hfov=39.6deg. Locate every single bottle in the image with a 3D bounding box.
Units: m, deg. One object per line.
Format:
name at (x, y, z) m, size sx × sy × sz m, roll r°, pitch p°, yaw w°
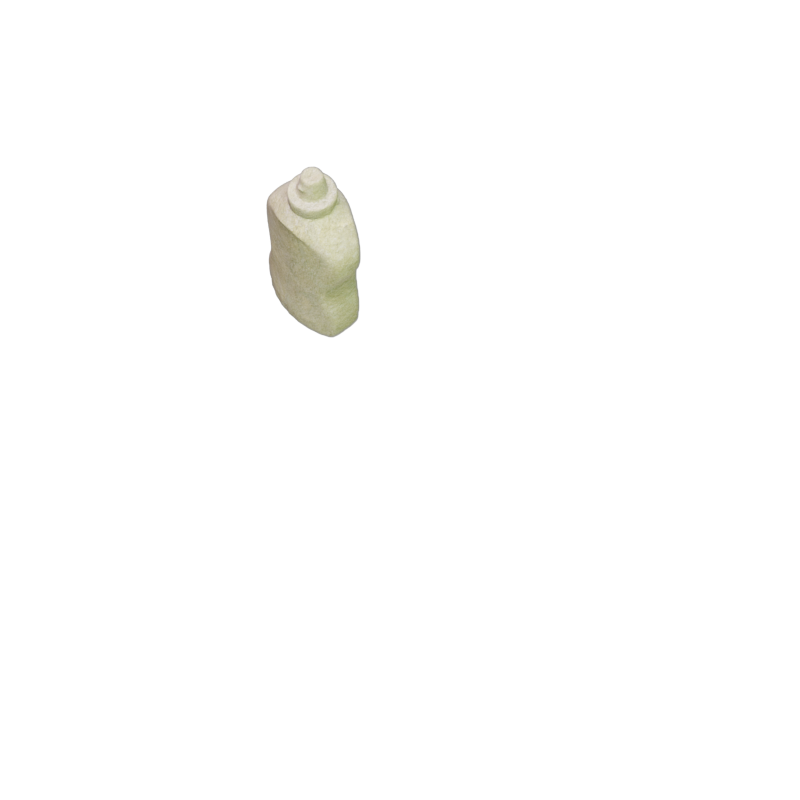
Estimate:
bottle at (-0.075, -0.135, 0.951) m, size 0.059 × 0.102 × 0.180 m, roll -34°, pitch -22°, yaw -20°
